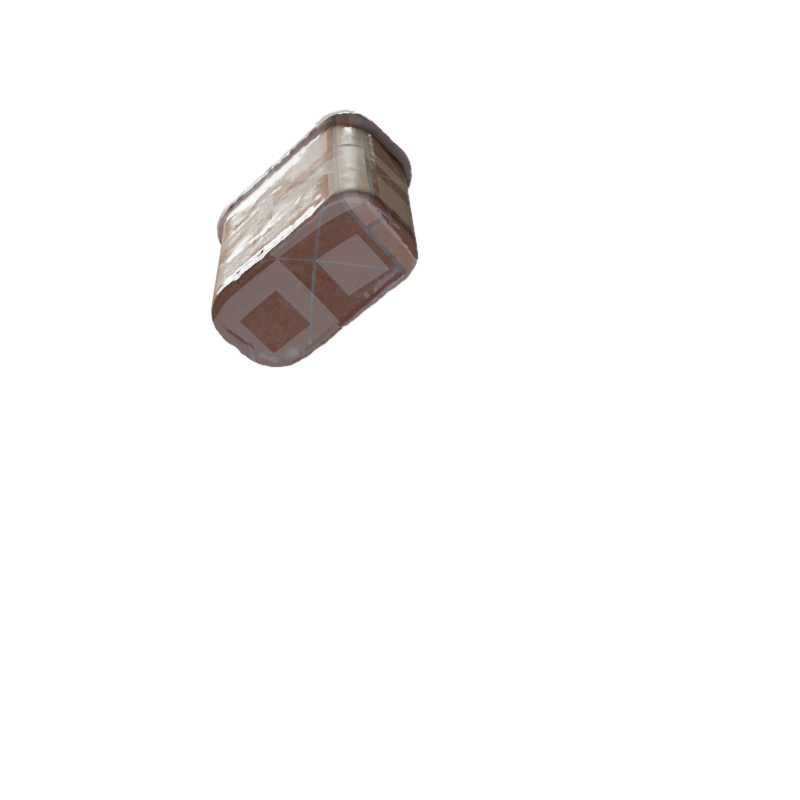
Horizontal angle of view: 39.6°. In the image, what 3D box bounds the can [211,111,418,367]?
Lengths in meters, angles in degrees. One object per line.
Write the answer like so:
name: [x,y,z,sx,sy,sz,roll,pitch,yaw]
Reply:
can: [-0.040,-0.074,0.516,0.101,0.054,0.089,-38,28,20]
